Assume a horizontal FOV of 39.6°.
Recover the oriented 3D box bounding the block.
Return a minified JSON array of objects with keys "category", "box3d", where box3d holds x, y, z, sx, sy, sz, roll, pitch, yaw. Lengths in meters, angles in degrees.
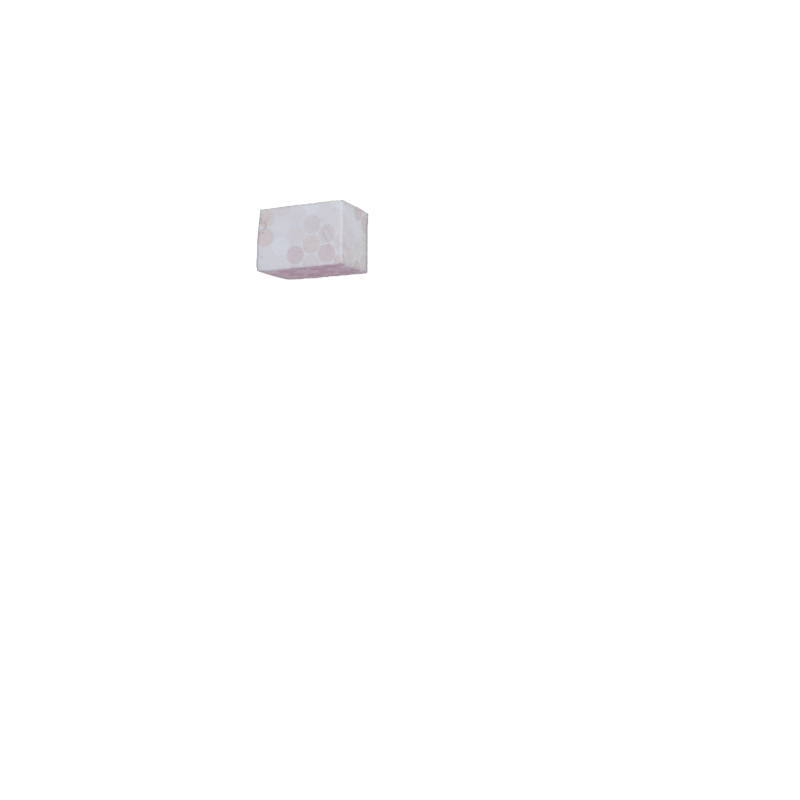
[{"category":"block","box3d":[-0.071,-0.129,0.903,0.080,0.052,0.050,-3,-8,25]}]
